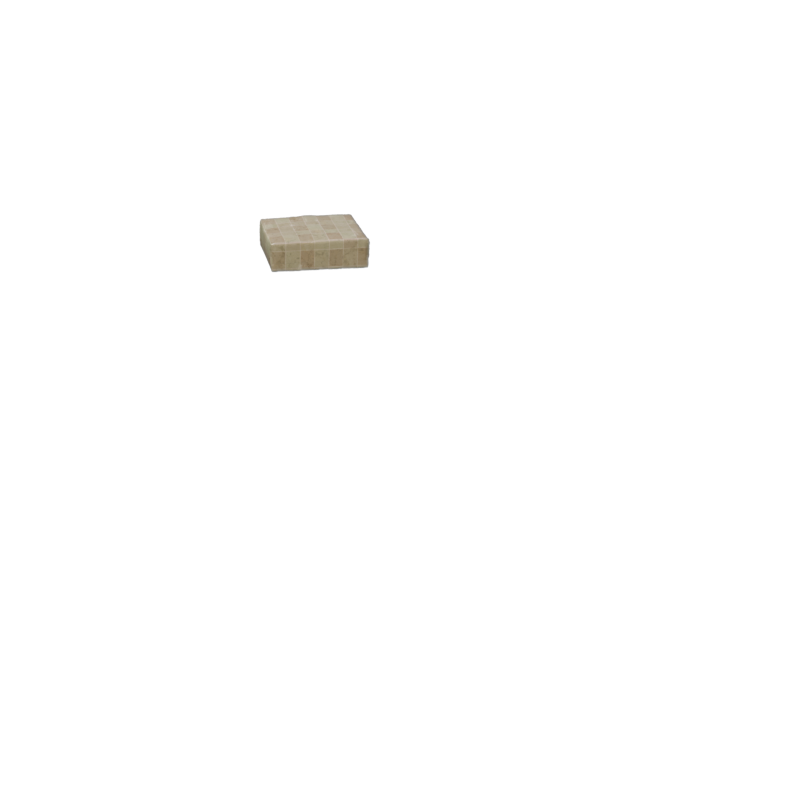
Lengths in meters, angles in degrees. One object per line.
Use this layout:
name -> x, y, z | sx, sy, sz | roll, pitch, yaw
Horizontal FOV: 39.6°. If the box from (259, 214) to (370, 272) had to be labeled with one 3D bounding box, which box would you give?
box -> -0.078, -0.142, 0.996 | 0.088, 0.029, 0.078 | -5, 26, -11
